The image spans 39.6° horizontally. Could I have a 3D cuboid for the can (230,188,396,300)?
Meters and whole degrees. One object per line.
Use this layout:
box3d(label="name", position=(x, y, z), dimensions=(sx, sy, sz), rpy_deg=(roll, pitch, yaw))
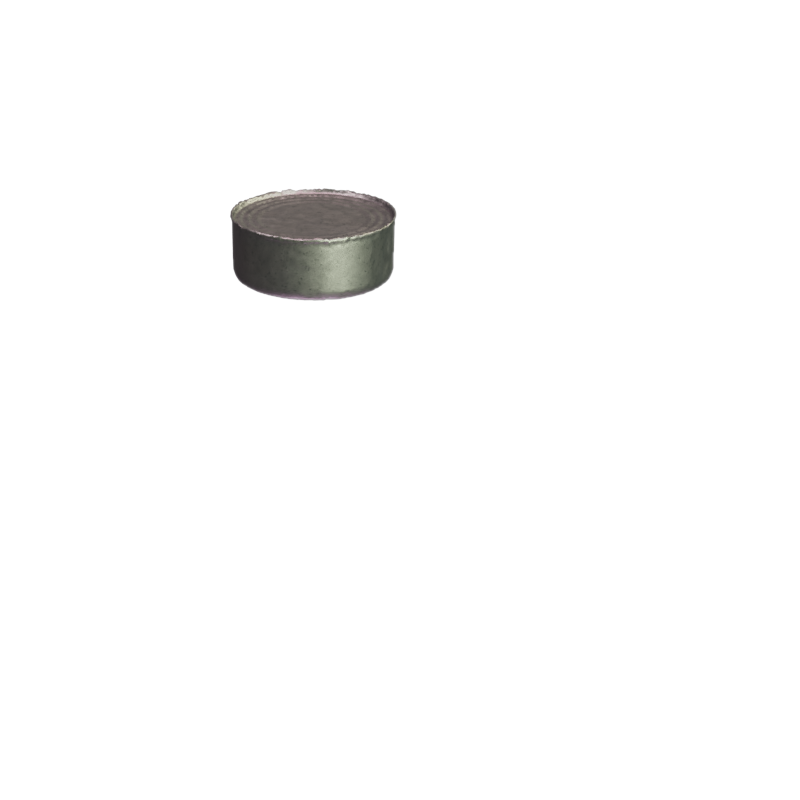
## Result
box3d(label="can", position=(-0.045, -0.082, 0.577), dimensions=(0.086, 0.032, 0.090), rpy_deg=(-1, 26, -2))
